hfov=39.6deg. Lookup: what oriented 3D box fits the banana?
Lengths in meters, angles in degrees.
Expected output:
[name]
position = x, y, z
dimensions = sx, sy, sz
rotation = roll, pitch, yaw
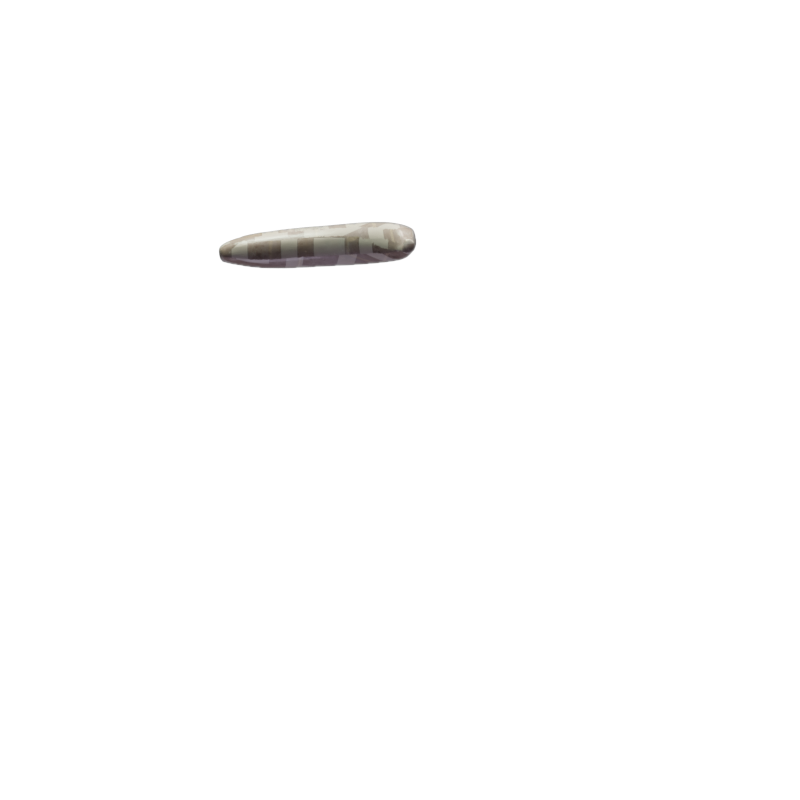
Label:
[banana]
position = -0.064, -0.138, 0.981
dimensions = 0.204, 0.037, 0.067
rotation = 0, -1, 30
